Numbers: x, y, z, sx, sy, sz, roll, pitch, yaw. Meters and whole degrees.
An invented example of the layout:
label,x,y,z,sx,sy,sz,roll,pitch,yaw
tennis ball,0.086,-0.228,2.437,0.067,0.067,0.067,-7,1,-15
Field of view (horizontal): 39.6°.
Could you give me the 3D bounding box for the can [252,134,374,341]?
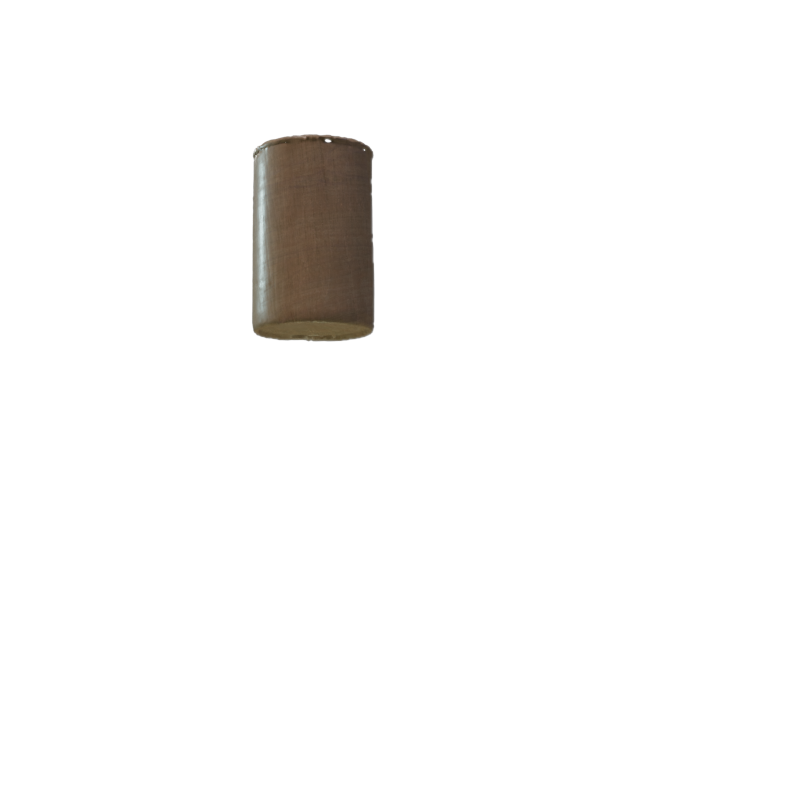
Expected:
label,x,y,z,sx,sy,sz,roll,pitch,yaw
can,-0.048,-0.087,0.612,0.068,0.105,0.067,0,-11,-2
